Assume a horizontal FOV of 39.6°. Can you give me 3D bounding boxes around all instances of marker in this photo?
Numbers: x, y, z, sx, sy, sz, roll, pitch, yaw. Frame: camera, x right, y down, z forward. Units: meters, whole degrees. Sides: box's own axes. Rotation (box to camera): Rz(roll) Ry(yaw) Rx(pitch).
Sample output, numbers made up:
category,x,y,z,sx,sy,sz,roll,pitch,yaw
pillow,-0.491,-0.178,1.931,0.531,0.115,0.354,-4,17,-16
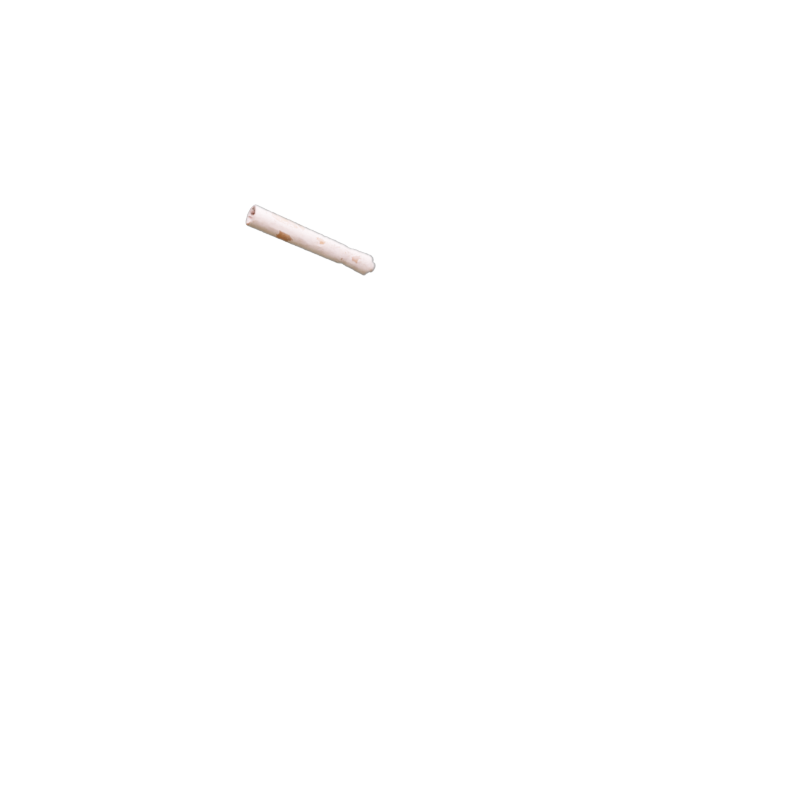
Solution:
category,x,y,z,sx,sy,sz,roll,pitch,yaw
marker,-0.073,-0.133,0.931,0.116,0.020,0.020,21,-6,-23
